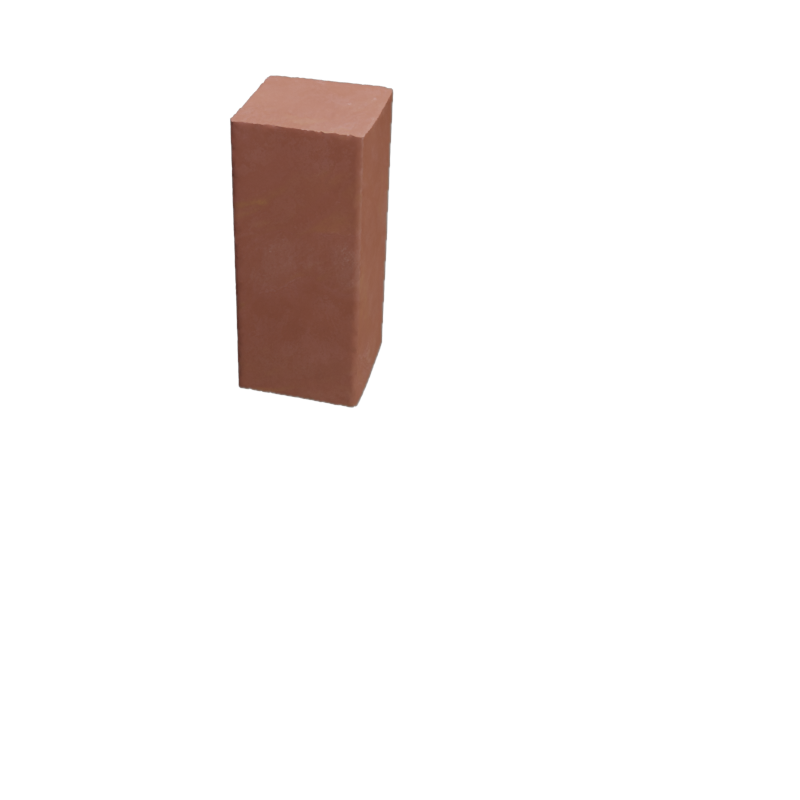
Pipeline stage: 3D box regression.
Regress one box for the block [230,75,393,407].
[{"bbox_3d":[-0.060,-0.110,0.772,0.092,0.194,0.094,9,32,11],"label":"block"}]
